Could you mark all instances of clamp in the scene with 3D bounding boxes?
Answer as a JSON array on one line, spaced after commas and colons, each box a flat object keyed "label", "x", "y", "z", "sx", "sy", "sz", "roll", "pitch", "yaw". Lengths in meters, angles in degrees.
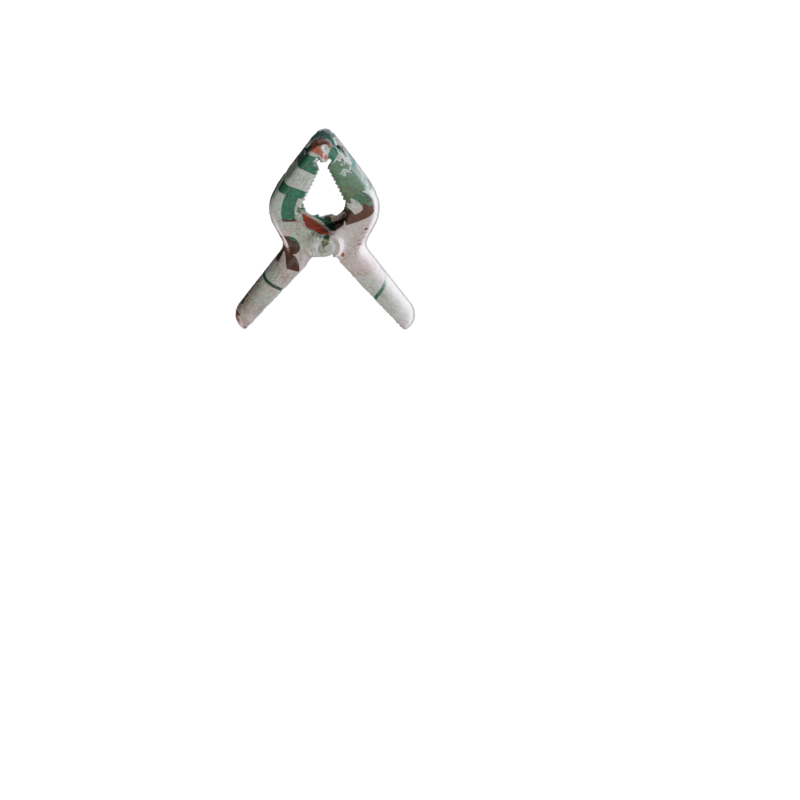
[{"label": "clamp", "x": -0.076, "y": -0.139, "z": 0.976, "sx": 0.165, "sy": 0.195, "sz": 0.039, "roll": -5, "pitch": 38, "yaw": 4}]
